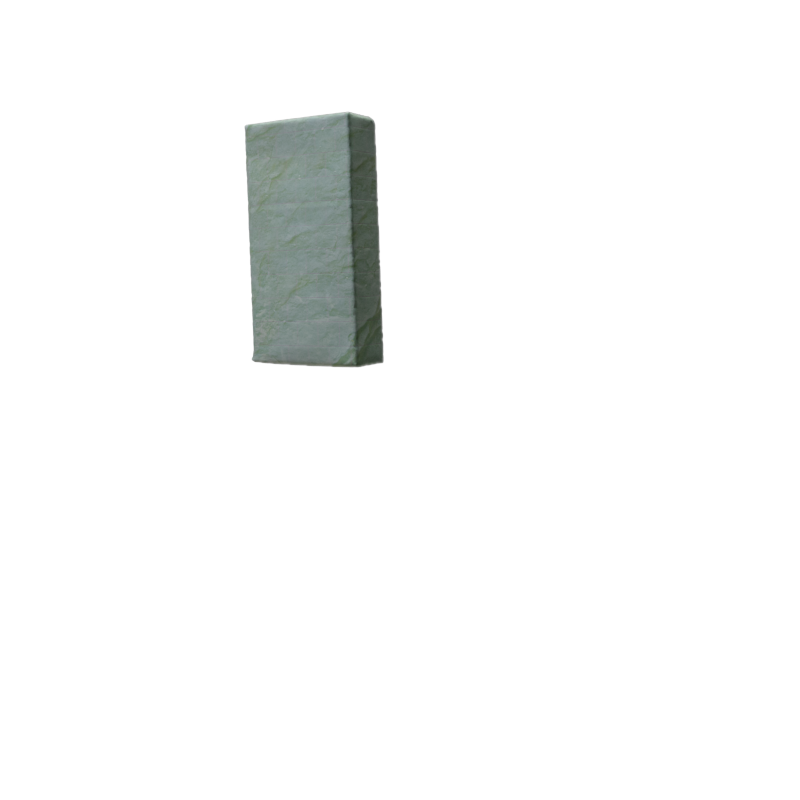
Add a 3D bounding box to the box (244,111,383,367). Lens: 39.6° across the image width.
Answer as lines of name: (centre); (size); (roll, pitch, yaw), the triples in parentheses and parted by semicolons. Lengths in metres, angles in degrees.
box: (-0.062, -0.114, 0.797); (0.096, 0.177, 0.046); (-1, -3, 32)
